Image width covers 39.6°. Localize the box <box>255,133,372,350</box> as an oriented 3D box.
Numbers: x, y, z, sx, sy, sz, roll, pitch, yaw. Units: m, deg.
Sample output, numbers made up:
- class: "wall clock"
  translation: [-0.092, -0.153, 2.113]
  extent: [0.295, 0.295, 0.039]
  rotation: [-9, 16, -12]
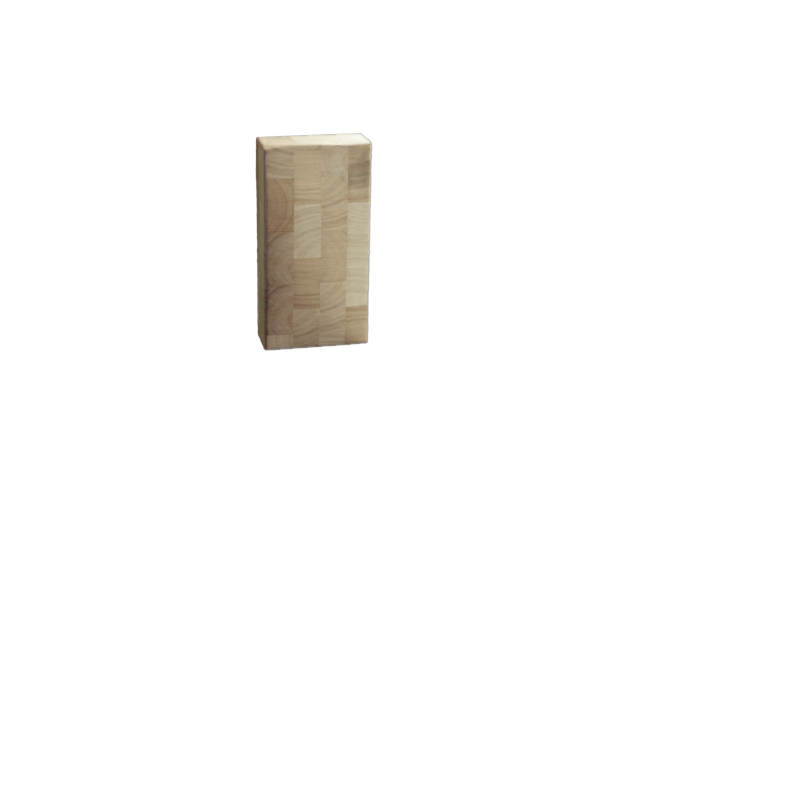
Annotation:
- class: "box"
  translation: [-0.073, -0.132, 0.928]
  extent: [0.092, 0.168, 0.051]
  rotation: [-4, 21, -13]
